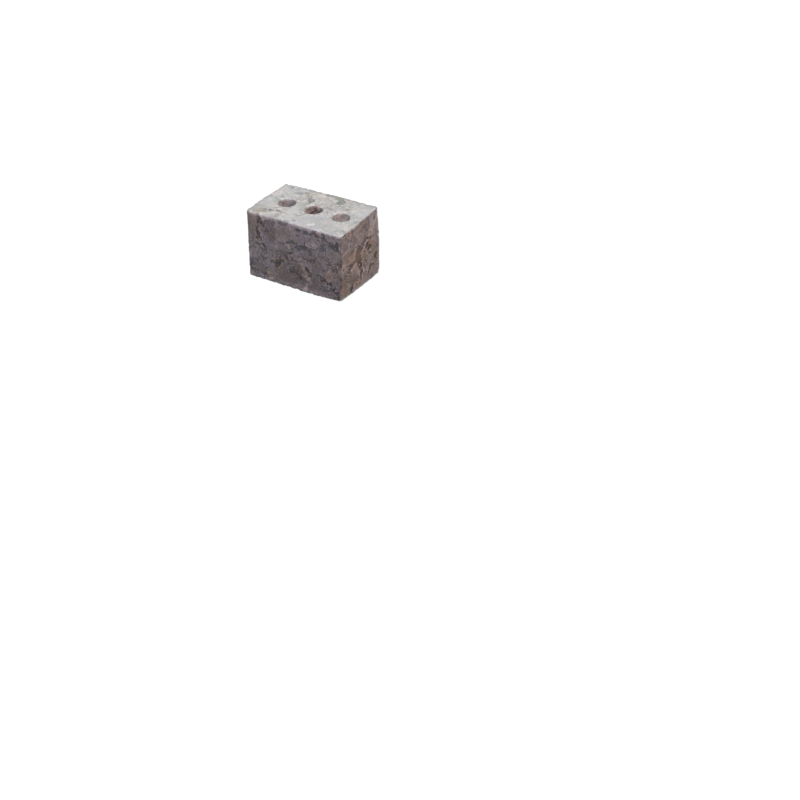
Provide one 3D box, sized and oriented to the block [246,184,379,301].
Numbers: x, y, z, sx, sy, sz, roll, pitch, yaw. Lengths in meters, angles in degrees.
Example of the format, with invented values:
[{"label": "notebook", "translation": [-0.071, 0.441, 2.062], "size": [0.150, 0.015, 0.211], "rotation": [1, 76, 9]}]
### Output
[{"label": "block", "translation": [-0.060, -0.109, 0.767], "size": [0.082, 0.048, 0.053], "rotation": [18, 35, 25]}]
